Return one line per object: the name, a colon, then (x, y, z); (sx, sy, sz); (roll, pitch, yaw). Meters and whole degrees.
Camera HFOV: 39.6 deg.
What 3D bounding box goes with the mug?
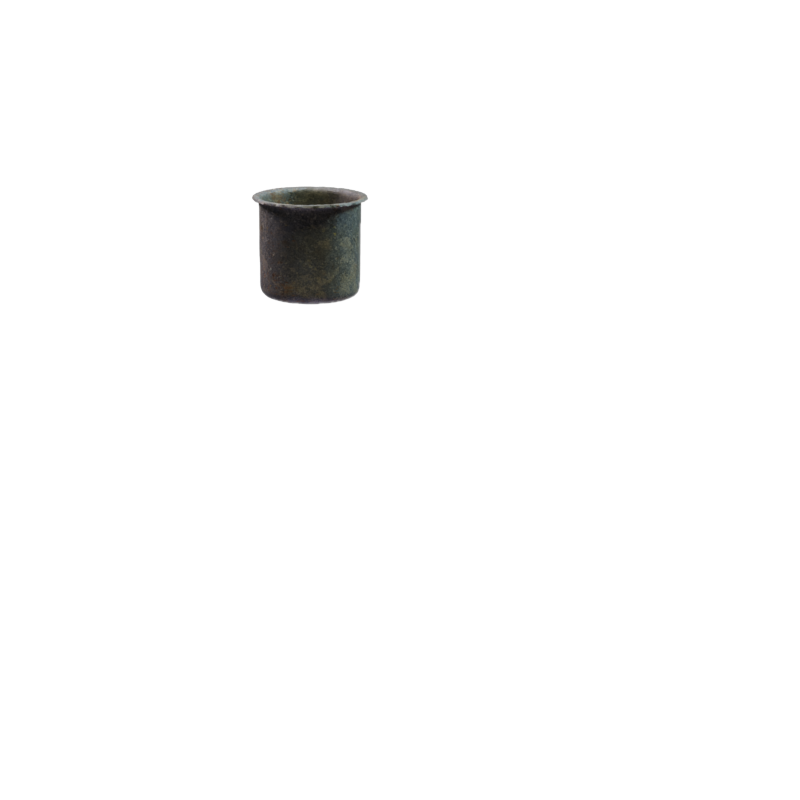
mug: (-0.071, -0.130, 0.910); (0.095, 0.079, 0.120); (3, 18, 9)
